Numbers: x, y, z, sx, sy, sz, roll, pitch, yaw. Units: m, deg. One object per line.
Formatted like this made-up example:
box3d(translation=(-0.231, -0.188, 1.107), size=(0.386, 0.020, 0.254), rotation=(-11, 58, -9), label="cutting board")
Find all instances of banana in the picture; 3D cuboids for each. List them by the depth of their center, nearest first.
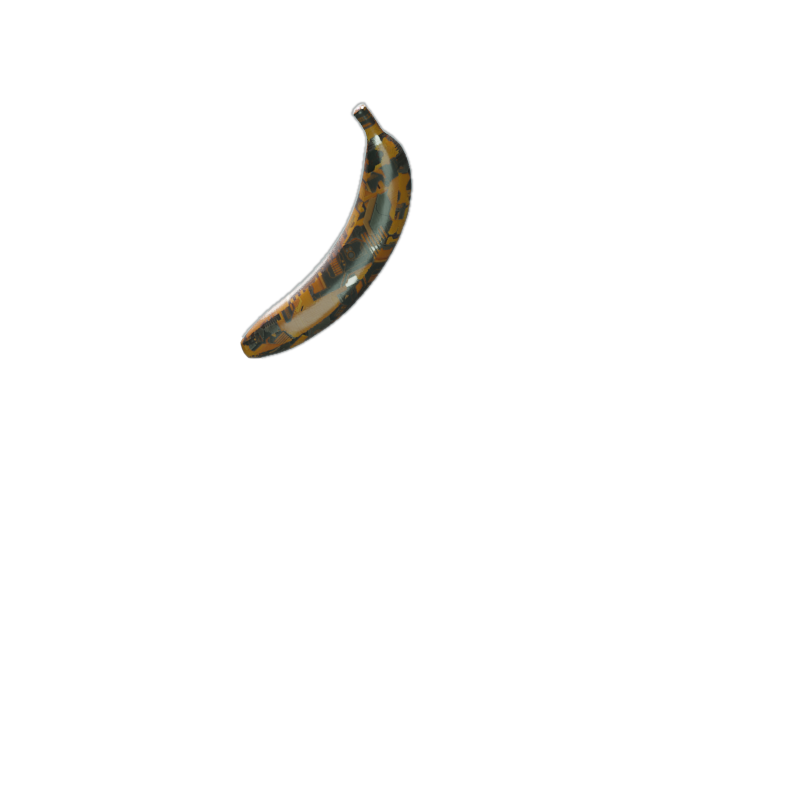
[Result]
box3d(translation=(-0.042, -0.106, 0.768), size=(0.068, 0.193, 0.038), rotation=(25, 15, -9), label="banana")
